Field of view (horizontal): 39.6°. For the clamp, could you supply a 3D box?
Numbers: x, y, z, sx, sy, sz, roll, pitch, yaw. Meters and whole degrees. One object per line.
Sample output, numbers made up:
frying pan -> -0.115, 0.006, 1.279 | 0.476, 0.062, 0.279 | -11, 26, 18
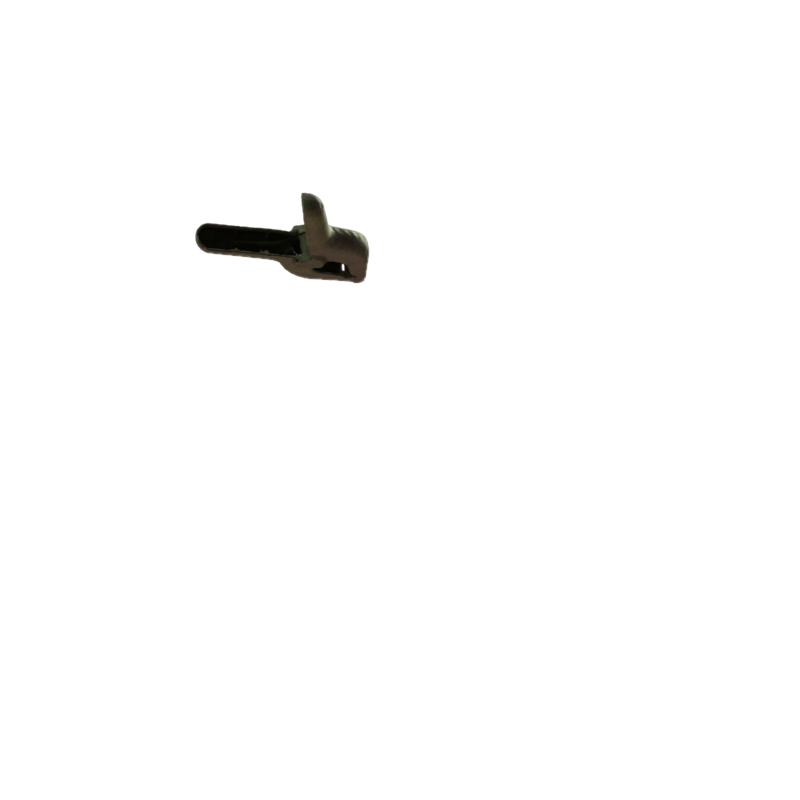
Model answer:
clamp -> -0.073, -0.133, 0.933 | 0.123, 0.040, 0.163 | -6, -9, 41
